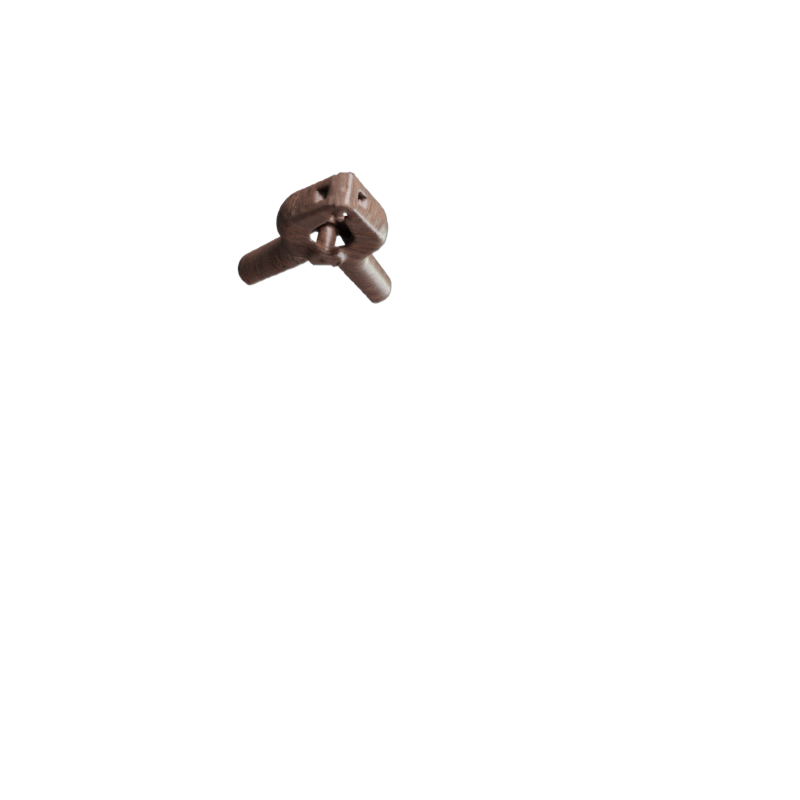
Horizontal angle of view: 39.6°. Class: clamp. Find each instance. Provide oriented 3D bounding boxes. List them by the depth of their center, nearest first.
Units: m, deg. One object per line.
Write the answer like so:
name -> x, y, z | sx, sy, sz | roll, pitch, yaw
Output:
clamp -> -0.063, -0.116, 0.810 | 0.120, 0.041, 0.162 | 0, -22, -2
